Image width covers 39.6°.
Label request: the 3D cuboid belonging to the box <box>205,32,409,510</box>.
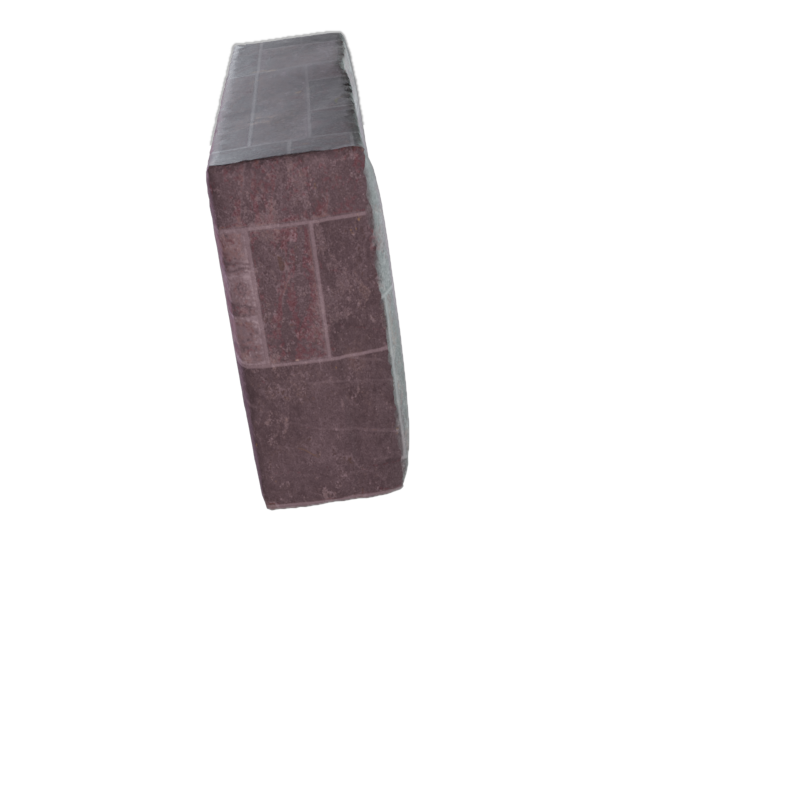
[{"bbox_3d":[-0.043,-0.078,0.549,0.072,0.155,0.226,-7,28,0],"label":"box"}]
